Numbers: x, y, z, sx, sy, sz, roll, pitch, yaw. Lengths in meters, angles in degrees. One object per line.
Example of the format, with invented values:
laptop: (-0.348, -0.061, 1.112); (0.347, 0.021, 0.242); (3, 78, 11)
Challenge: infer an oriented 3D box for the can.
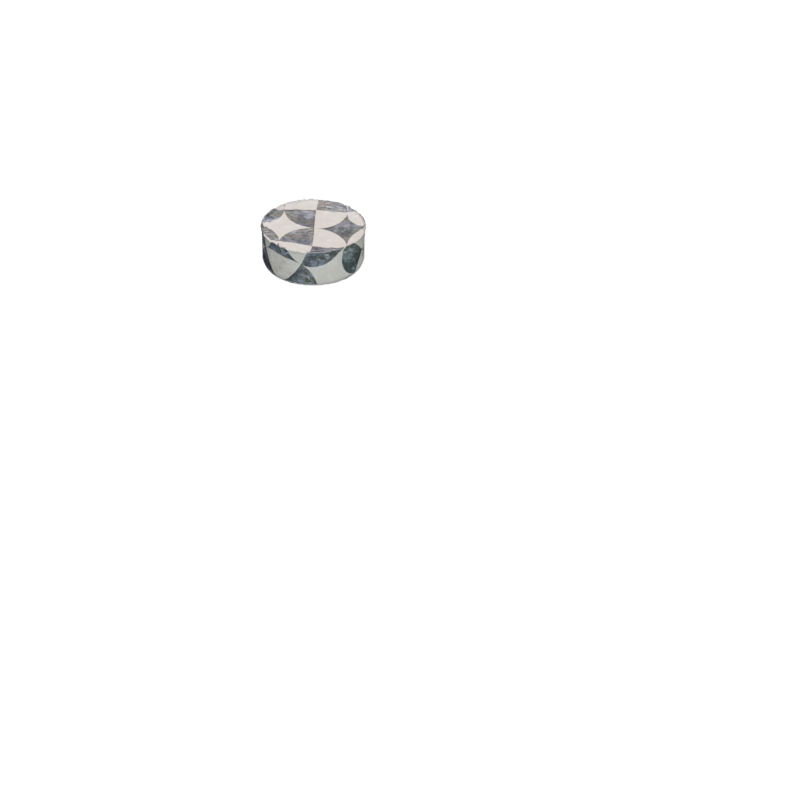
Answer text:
can: (-0.071, -0.130, 0.910); (0.086, 0.031, 0.092); (-1, 36, -2)
